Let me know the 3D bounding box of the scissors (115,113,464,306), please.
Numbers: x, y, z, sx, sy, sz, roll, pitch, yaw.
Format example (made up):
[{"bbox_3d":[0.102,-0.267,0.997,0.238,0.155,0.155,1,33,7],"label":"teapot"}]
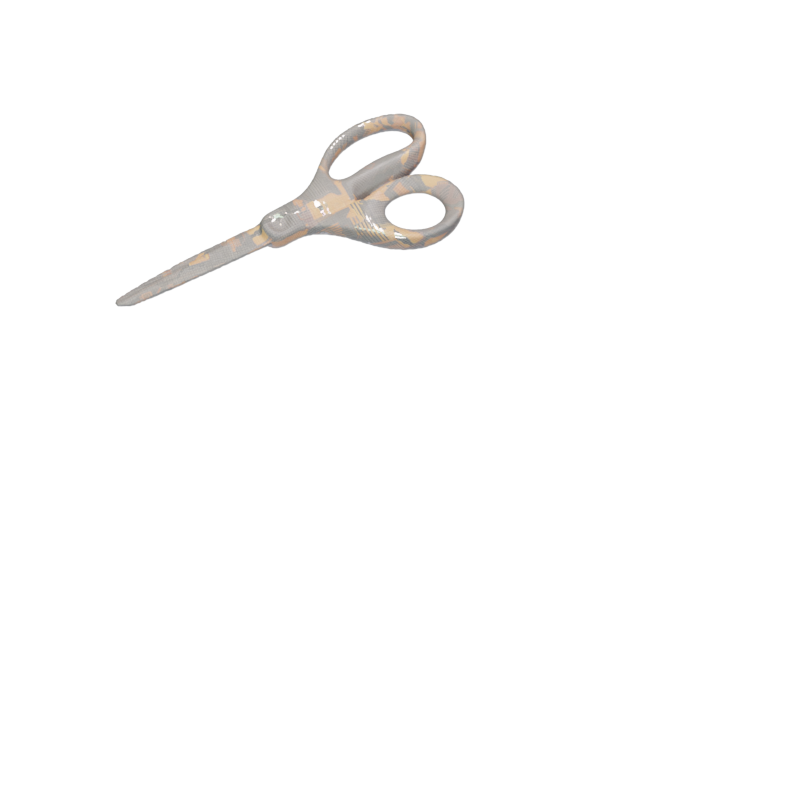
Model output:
[{"bbox_3d":[-0.047,-0.086,0.602,0.101,0.204,0.015,38,-24,20],"label":"scissors"}]
